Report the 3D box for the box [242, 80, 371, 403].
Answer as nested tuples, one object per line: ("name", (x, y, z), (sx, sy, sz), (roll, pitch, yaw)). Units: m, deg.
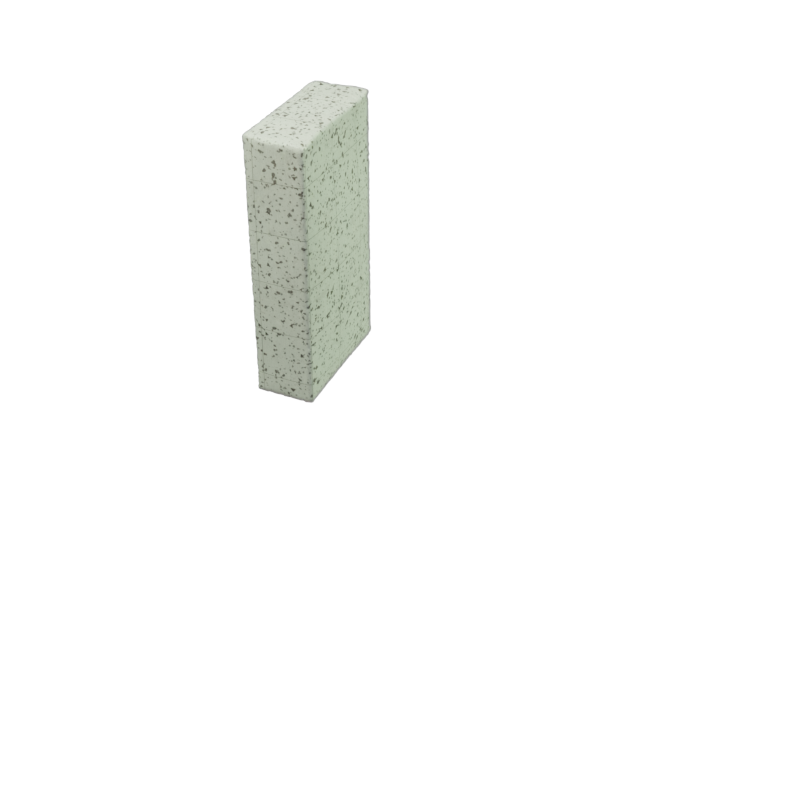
("box", (-0.053, -0.097, 0.684), (0.050, 0.165, 0.096), (15, 36, 18))
